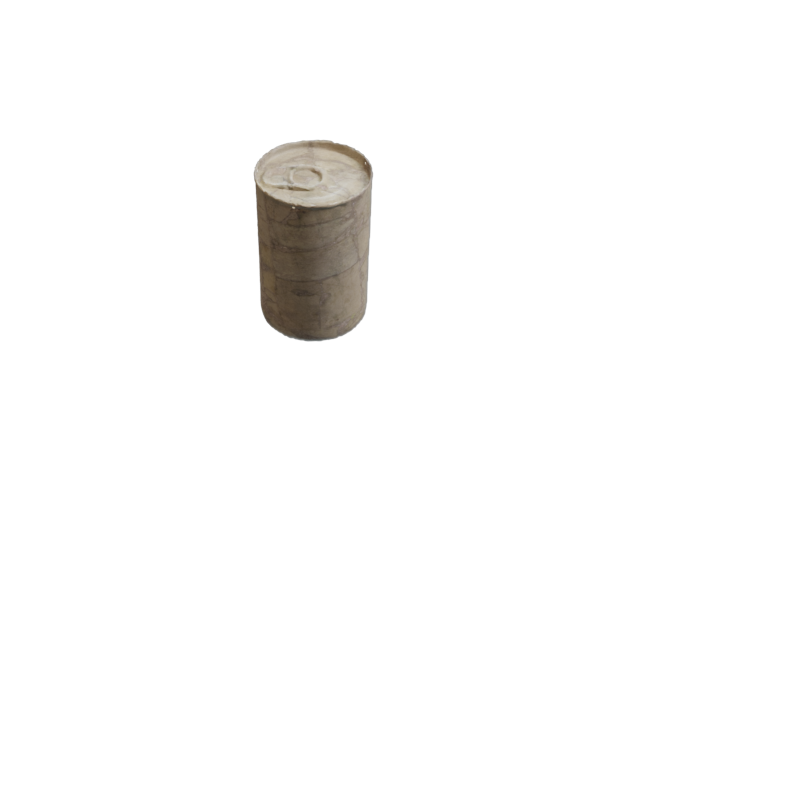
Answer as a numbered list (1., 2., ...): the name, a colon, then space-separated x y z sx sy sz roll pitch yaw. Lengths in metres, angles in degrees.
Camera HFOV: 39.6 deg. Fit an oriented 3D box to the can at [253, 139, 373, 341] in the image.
1. can: -0.052 -0.094 0.659 0.068 0.095 0.073 0 41 -3
